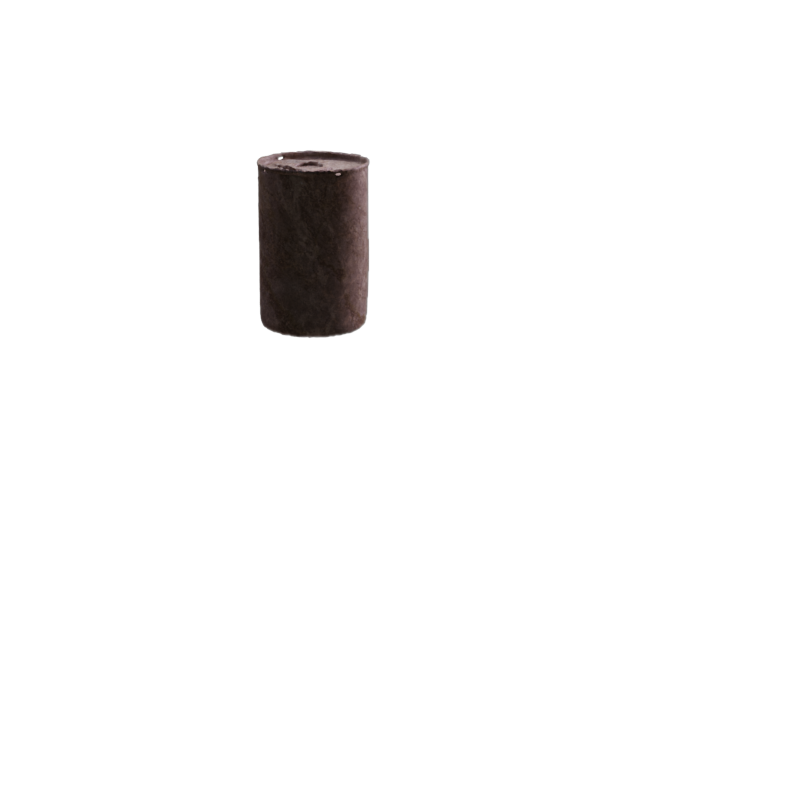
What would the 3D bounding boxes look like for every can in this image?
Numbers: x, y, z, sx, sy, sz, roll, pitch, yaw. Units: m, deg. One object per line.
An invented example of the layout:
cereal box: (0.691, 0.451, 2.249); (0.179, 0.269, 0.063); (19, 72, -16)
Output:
can: (-0.053, -0.097, 0.677); (0.068, 0.098, 0.071); (0, 17, -2)
